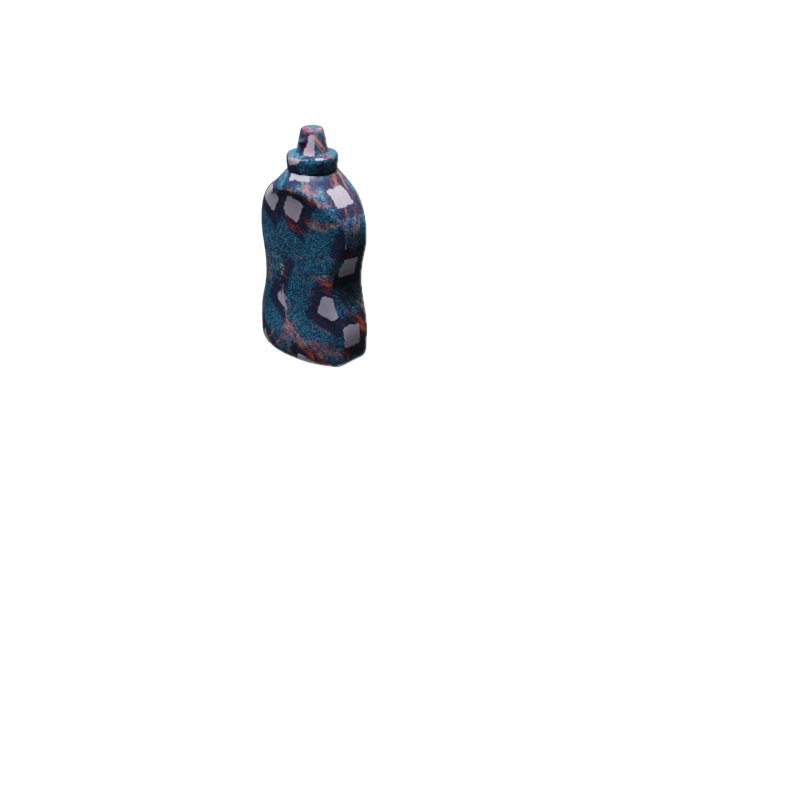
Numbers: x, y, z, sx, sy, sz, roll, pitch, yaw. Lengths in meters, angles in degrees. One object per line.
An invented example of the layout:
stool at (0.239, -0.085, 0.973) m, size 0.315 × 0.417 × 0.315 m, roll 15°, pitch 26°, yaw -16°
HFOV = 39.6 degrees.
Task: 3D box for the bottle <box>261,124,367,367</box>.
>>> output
bottle at (-0.071, -0.128, 0.900) m, size 0.102 × 0.183 × 0.058 m, roll 21°, pitch 29°, yaw 39°
